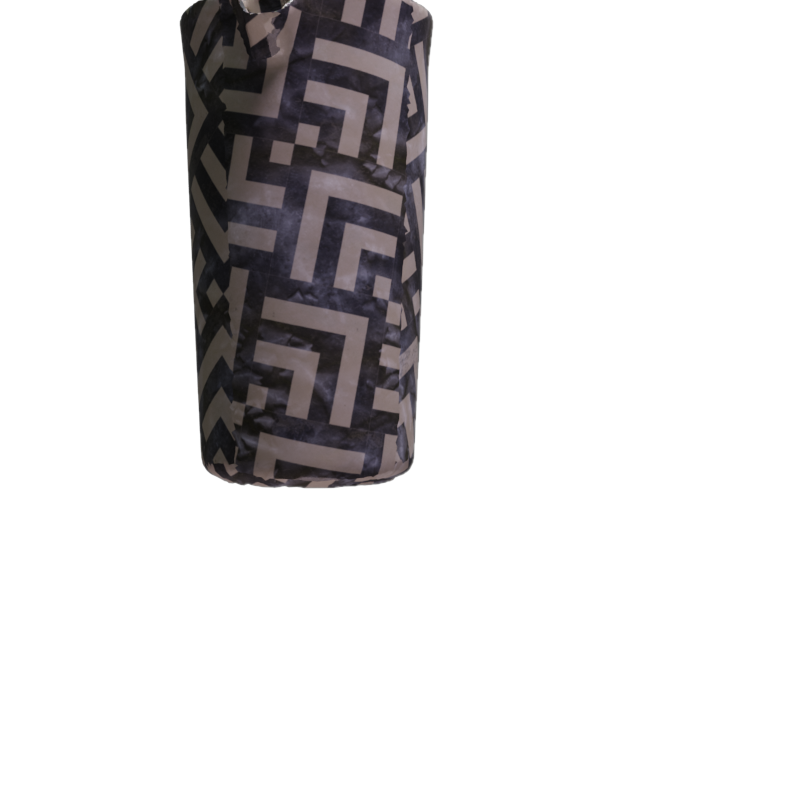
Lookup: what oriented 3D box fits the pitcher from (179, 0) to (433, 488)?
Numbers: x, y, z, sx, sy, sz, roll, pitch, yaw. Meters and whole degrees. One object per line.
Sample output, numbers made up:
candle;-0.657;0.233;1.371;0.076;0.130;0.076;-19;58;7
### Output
pitcher;-0.046;-0.083;0.584;0.143;0.246;0.149;2;-5;-35
